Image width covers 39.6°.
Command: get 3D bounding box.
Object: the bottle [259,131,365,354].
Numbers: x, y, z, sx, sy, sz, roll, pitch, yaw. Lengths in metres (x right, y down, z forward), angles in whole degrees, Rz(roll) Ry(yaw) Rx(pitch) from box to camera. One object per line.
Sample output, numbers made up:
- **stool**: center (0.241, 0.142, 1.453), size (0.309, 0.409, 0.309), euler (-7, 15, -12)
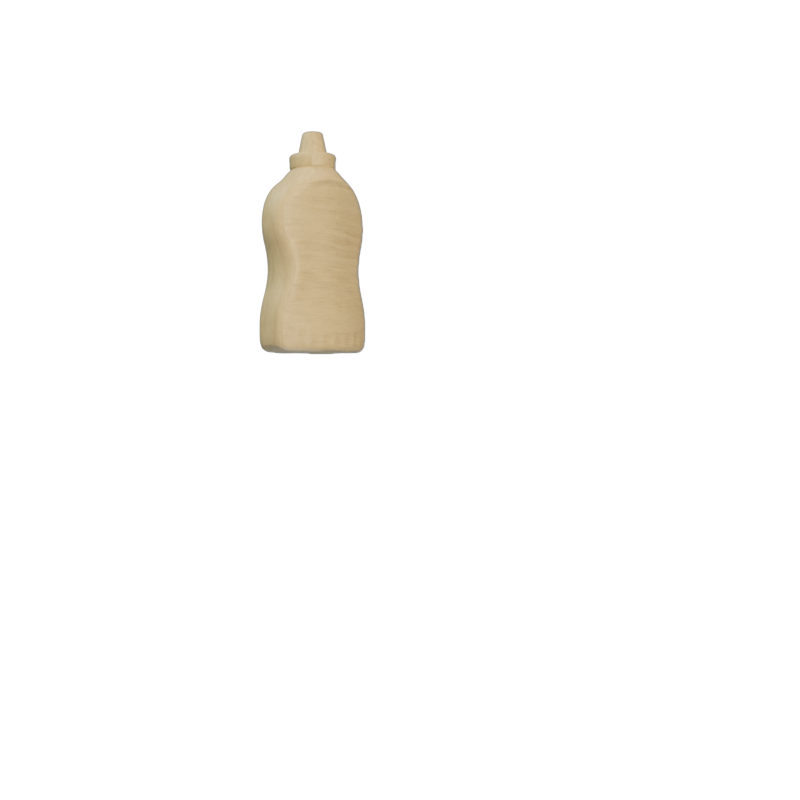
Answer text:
- **bottle**: center (-0.075, -0.137, 0.956), size (0.092, 0.195, 0.060), euler (4, -8, -38)
